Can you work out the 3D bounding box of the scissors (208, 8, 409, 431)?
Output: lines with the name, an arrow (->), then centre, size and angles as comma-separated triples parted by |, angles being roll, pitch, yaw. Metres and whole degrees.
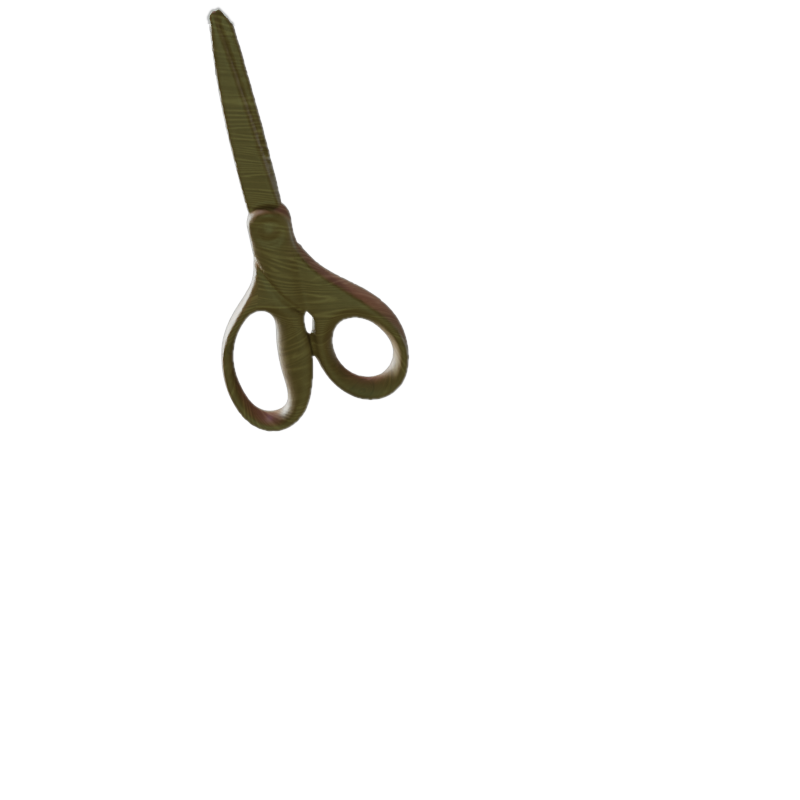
scissors -> -0.038, -0.069, 0.487 | 0.096, 0.190, 0.017 | 5, 30, -3
